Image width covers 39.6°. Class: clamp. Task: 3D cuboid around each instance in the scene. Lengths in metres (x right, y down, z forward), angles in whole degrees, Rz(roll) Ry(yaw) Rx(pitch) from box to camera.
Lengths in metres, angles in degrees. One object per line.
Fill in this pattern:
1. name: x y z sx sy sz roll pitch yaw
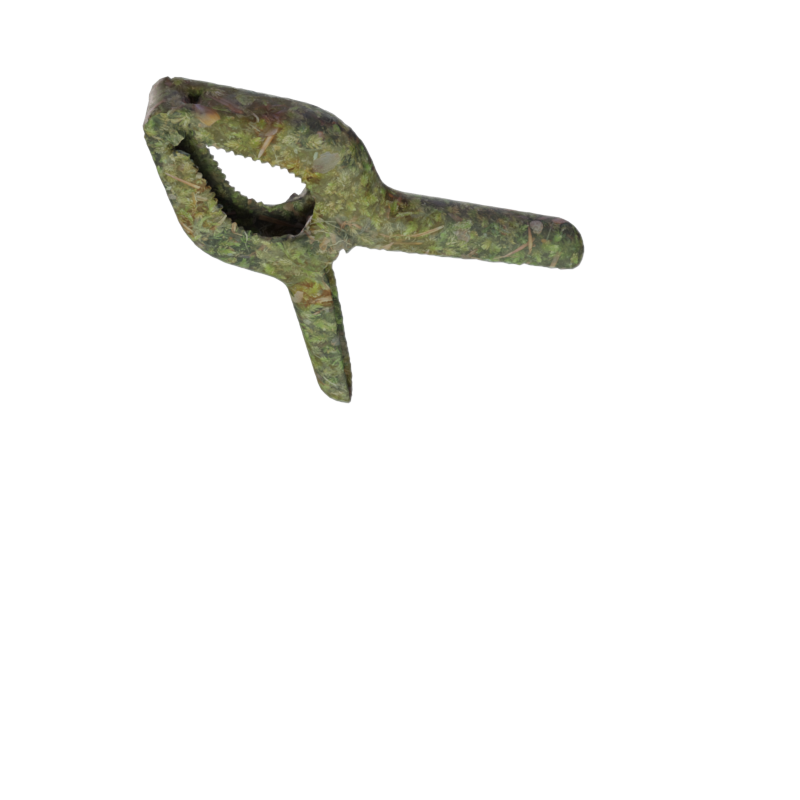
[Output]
1. clamp: -0.041 -0.075 0.526 0.199 0.039 0.162 29 -50 -28
